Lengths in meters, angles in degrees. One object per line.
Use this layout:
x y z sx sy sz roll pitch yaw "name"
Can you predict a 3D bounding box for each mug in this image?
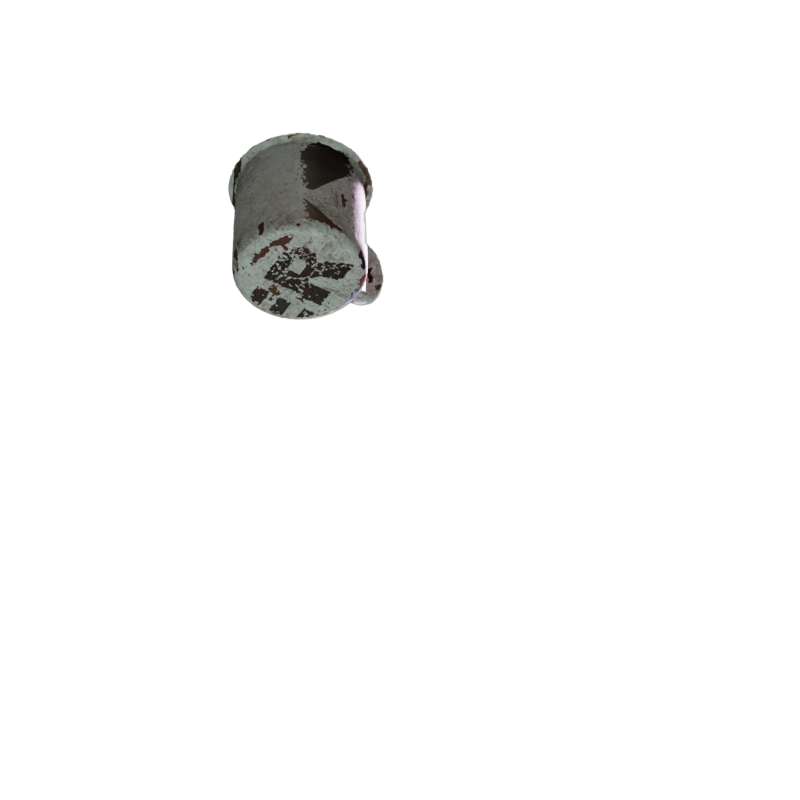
-0.054 -0.099 0.693 0.093 0.087 0.109 -32 -51 28 "mug"
